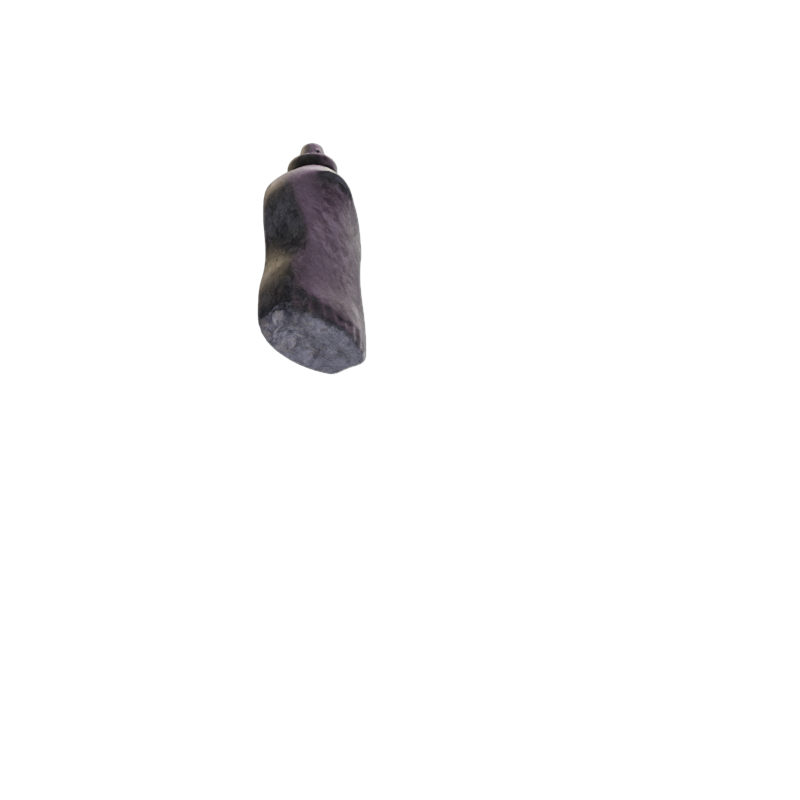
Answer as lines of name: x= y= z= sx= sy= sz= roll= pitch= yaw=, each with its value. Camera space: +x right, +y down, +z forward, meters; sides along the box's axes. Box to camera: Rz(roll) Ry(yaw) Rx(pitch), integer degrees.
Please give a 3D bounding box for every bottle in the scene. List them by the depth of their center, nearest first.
bottle: x=-0.068 y=-0.123 z=0.863 sx=0.059 sy=0.205 sz=0.089 roll=-25 pitch=-39 yaw=30
